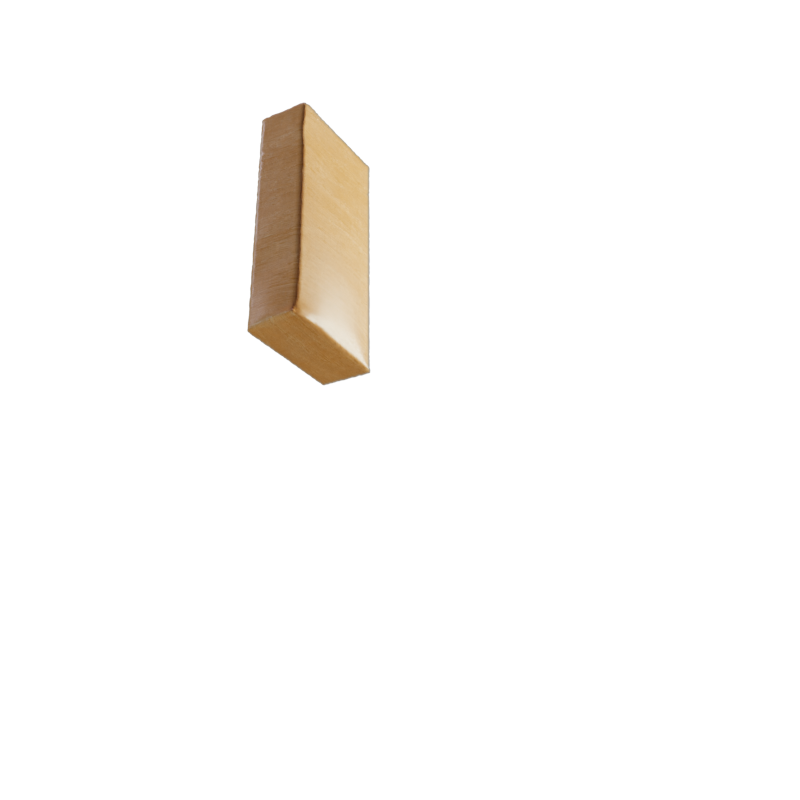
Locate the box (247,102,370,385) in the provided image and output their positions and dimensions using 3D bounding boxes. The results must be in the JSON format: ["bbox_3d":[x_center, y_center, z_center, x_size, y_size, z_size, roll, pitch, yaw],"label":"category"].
[{"bbox_3d":[-0.061,-0.110,0.774,0.048,0.188,0.086,-20,-37,25],"label":"box"}]
